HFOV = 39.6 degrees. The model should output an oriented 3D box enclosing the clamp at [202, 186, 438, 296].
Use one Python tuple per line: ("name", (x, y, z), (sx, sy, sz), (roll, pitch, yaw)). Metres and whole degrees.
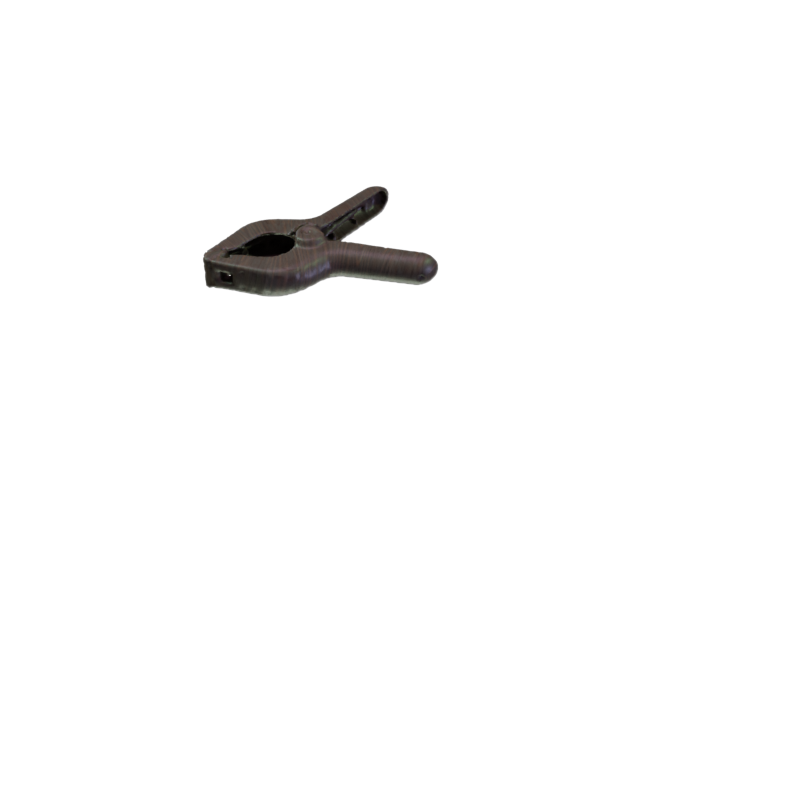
("clamp", (-0.067, -0.122, 0.852), (0.170, 0.037, 0.129), (-5, 34, -8))
